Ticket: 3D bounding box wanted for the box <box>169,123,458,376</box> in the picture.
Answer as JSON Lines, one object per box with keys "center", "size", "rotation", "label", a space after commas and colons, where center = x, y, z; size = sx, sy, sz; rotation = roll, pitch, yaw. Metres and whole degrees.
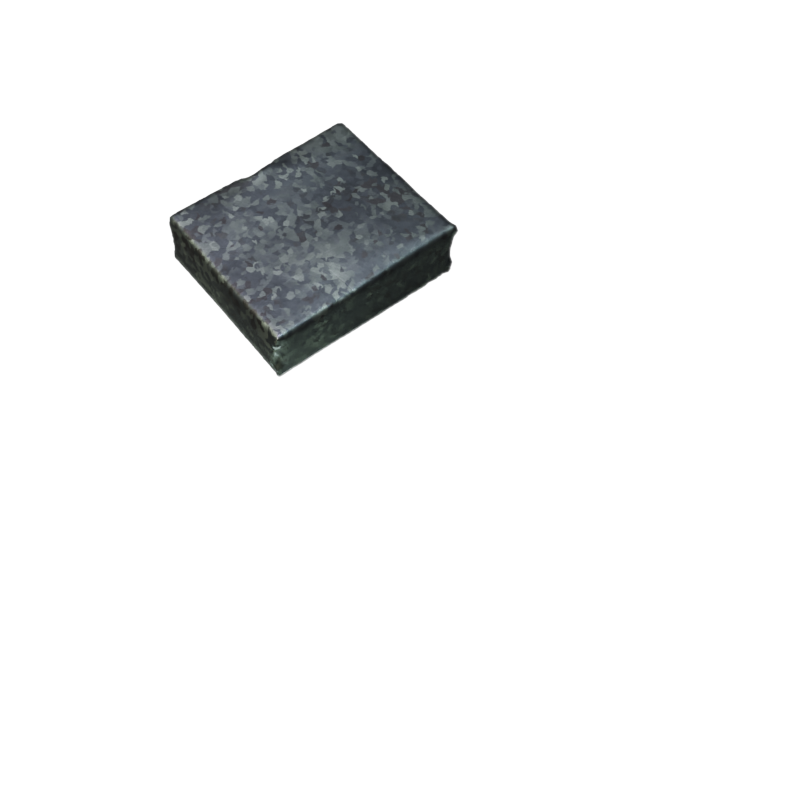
{"center": [-0.034, -0.063, 0.438], "size": [0.089, 0.078, 0.028], "rotation": [-33, -29, -21], "label": "box"}
